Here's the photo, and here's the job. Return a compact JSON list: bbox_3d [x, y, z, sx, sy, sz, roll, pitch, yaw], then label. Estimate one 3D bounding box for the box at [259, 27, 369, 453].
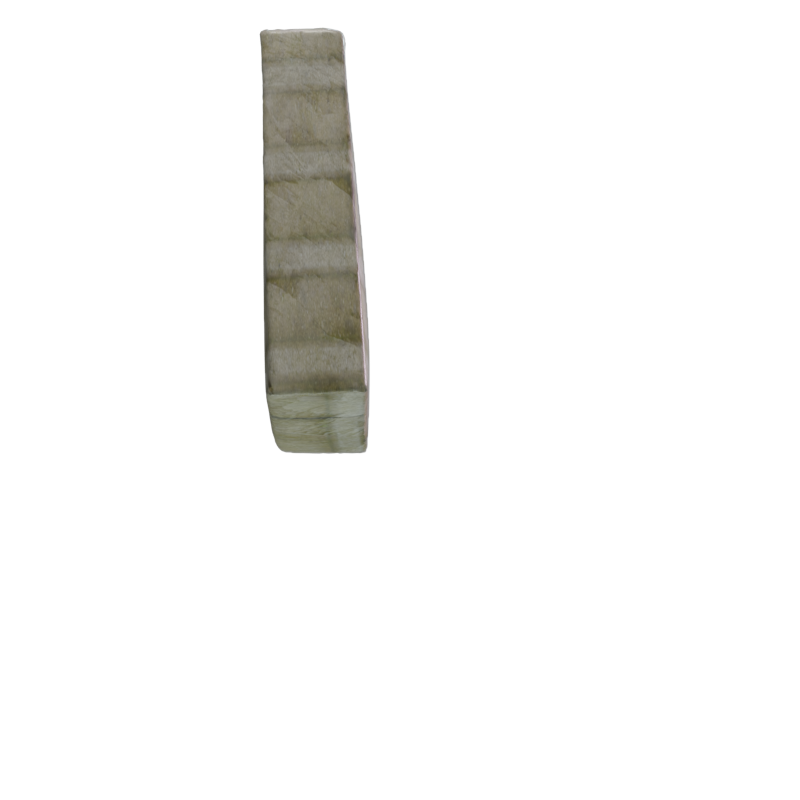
[{"bbox_3d":[-0.039,-0.072,0.506,0.048,0.186,0.088,-1,-23,-2],"label":"box"}]
